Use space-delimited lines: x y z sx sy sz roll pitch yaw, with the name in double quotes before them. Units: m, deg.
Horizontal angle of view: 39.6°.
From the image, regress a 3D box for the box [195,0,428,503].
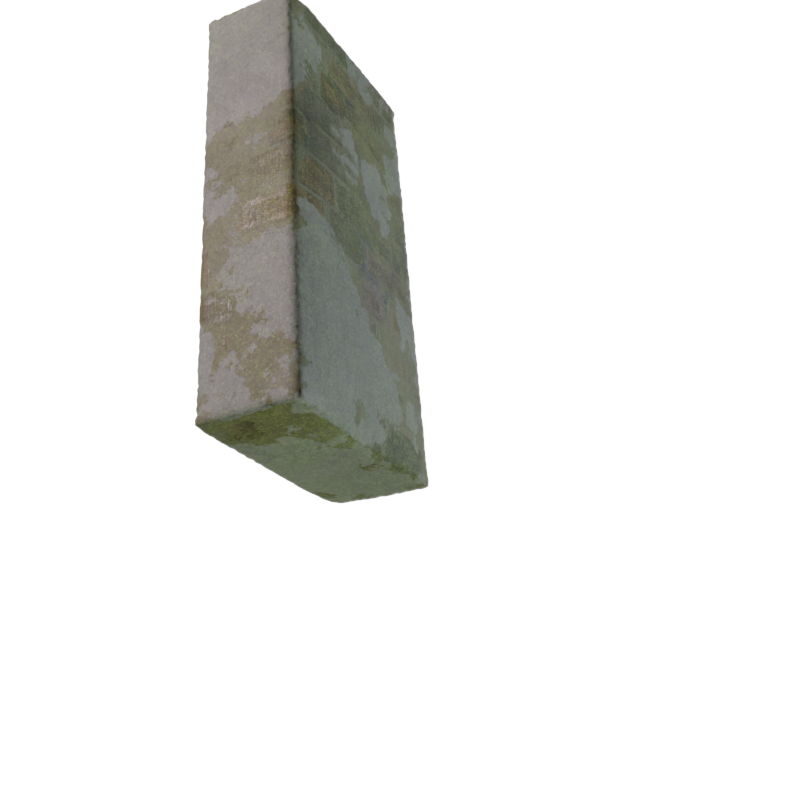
"box" -0.033 -0.060 0.418 0.049 0.188 0.086 -17 -32 24
